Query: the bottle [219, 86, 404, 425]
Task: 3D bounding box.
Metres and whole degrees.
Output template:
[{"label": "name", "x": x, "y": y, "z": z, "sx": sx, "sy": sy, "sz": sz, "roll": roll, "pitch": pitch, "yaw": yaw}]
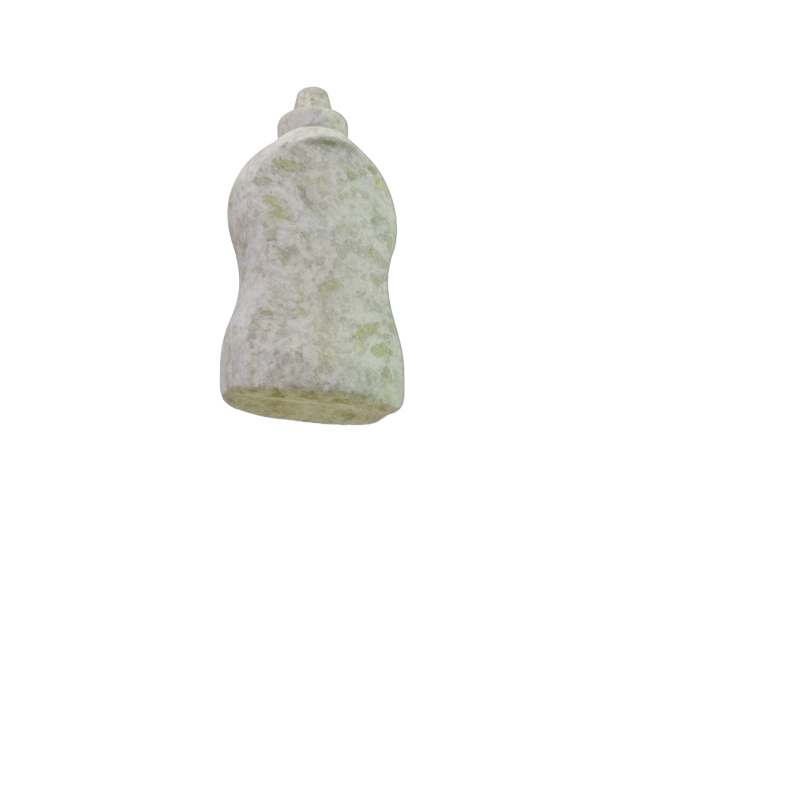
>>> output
[{"label": "bottle", "x": -0.048, "y": -0.087, "z": 0.611, "sx": 0.093, "sy": 0.202, "sz": 0.057, "roll": 8, "pitch": -24, "yaw": -22}]
